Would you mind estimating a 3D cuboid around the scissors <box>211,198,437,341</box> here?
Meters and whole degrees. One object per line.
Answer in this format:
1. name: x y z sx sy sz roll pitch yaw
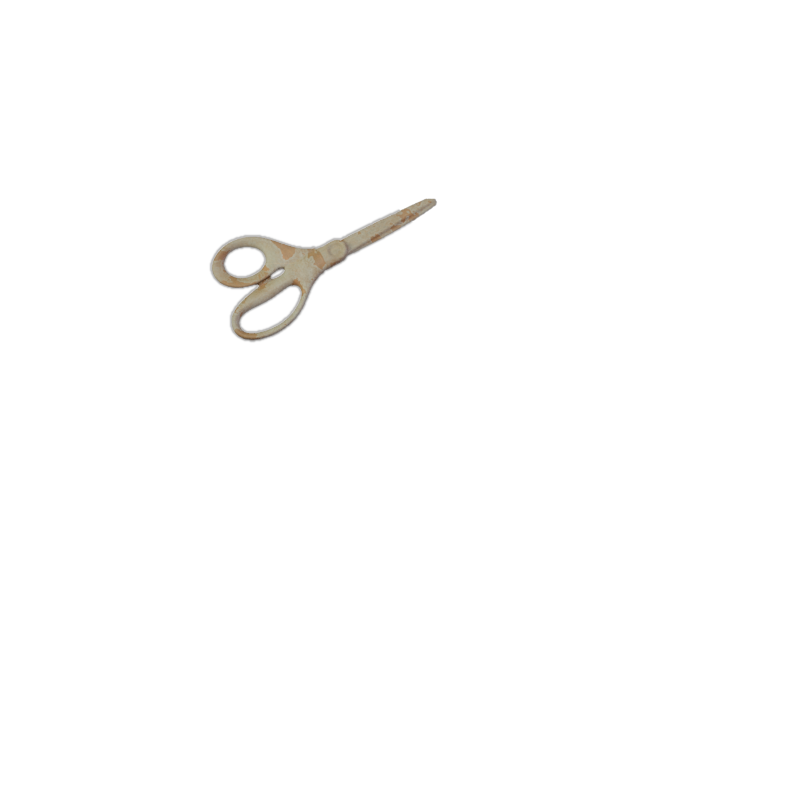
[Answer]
1. scissors: -0.073 -0.133 0.929 0.100 0.203 0.015 43 -13 13
